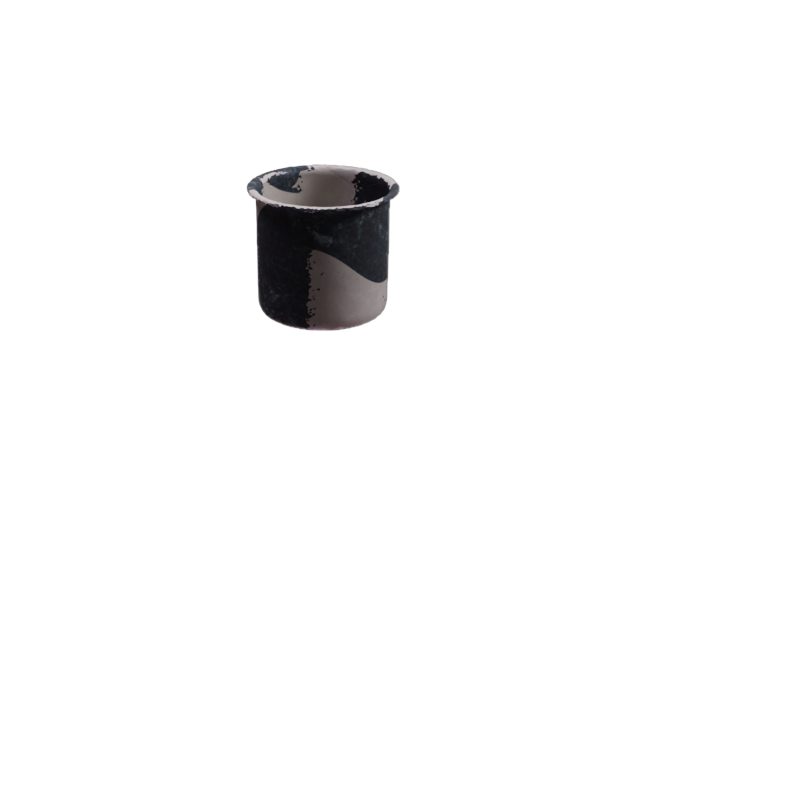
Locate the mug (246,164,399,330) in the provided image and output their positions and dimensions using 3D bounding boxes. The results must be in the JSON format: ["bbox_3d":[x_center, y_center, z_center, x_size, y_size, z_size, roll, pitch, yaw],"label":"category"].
[{"bbox_3d":[-0.055,-0.099,0.696,0.091,0.078,0.125,-14,29,-29],"label":"mug"}]
